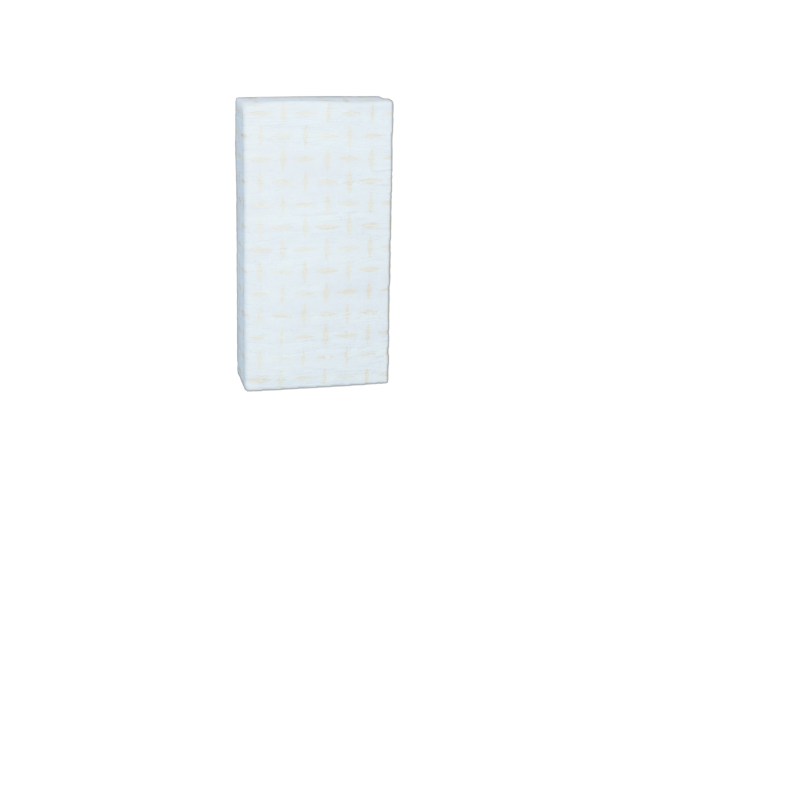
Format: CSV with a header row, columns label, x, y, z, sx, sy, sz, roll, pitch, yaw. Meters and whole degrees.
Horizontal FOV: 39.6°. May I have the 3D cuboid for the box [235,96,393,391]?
label,x,y,z,sx,sy,sz,roll,pitch,yaw
box,-0.053,-0.097,0.680,0.092,0.170,0.050,-3,15,-13
